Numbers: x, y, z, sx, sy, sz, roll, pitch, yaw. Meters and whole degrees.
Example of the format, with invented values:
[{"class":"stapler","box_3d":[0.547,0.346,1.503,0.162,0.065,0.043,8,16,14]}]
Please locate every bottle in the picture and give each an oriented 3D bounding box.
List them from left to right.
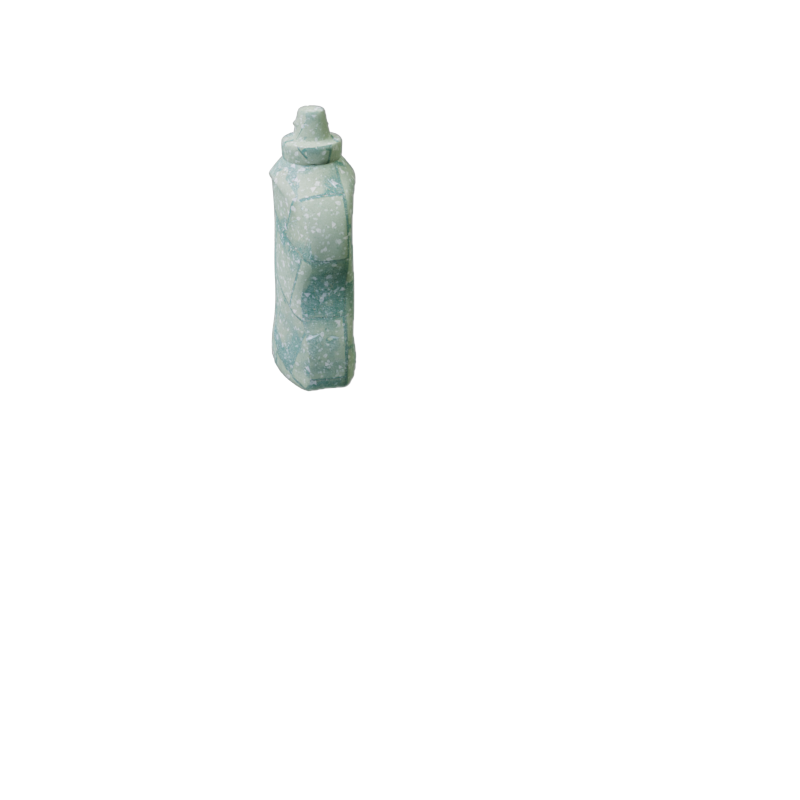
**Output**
[{"class":"bottle","box_3d":[-0.061,-0.110,0.772,0.057,0.182,0.102,-4,25,-13]}]
